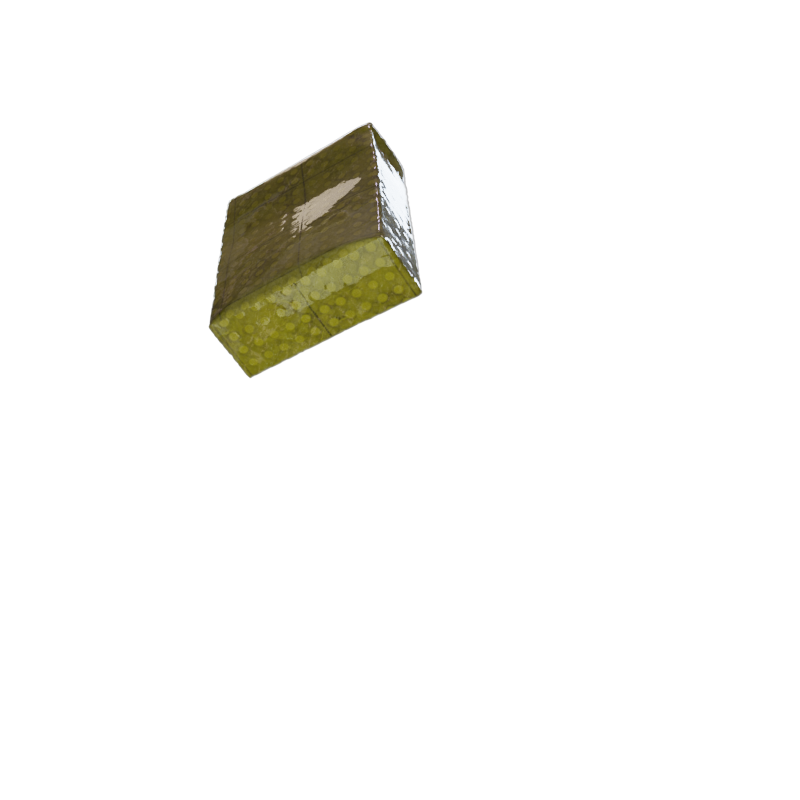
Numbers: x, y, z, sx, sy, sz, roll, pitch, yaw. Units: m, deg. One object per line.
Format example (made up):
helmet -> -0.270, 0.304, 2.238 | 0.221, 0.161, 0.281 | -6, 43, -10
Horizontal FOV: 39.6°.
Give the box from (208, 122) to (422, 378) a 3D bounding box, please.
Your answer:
box -> -0.075, -0.137, 0.961 | 0.164, 0.067, 0.229 | -26, 34, 15
